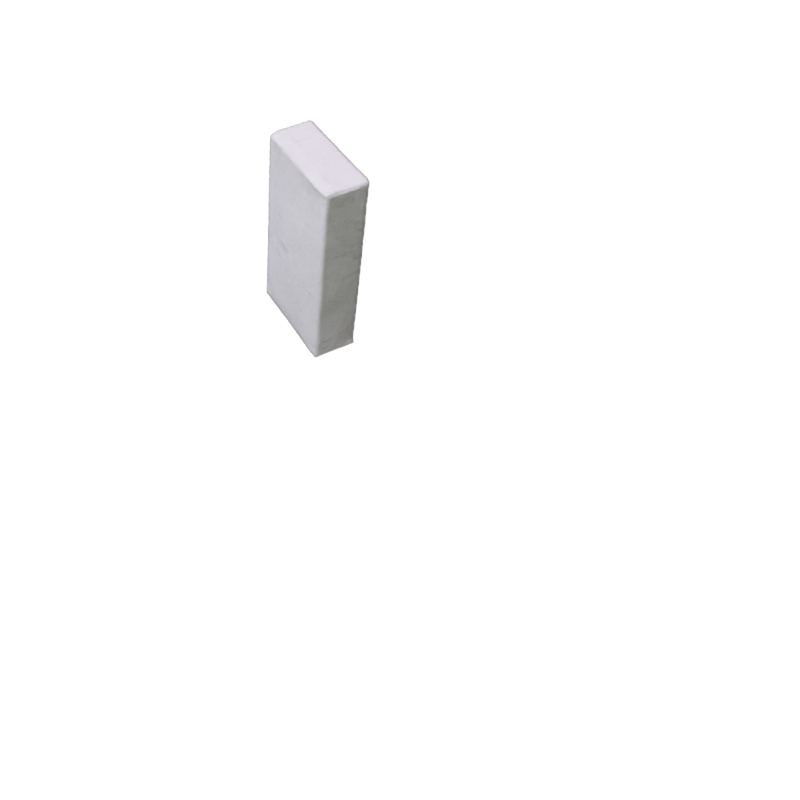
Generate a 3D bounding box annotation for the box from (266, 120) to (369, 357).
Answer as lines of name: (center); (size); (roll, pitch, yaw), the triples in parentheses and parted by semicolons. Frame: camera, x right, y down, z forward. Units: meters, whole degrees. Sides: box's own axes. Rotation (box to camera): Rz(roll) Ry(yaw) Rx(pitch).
box: (-0.071, -0.129, 0.904); (0.048, 0.164, 0.101); (-21, 51, -23)
